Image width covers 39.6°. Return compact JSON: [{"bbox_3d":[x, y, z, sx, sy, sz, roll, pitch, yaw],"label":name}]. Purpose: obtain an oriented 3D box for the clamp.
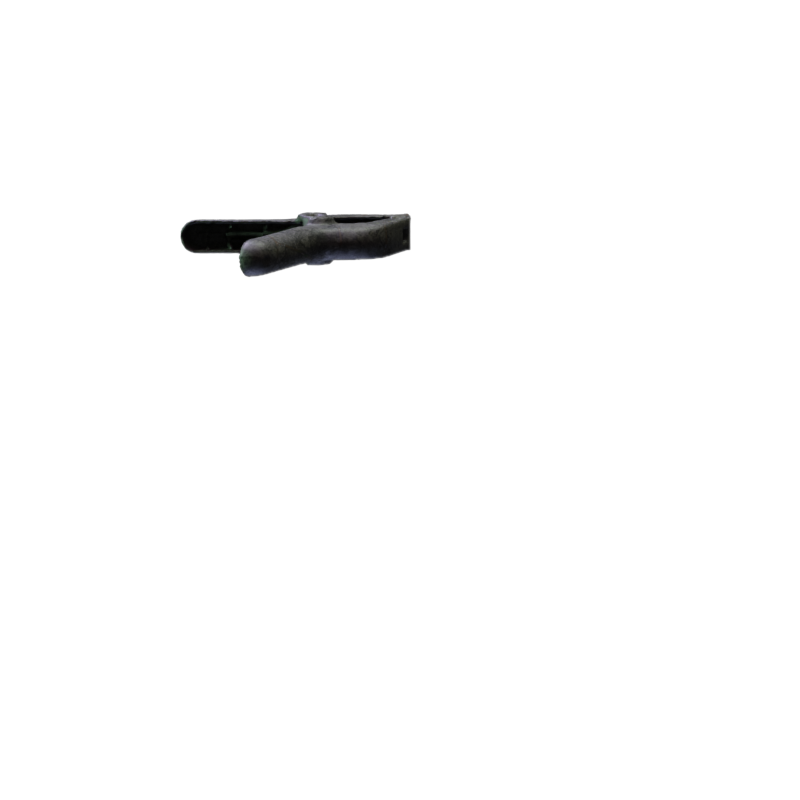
[{"bbox_3d":[-0.062,-0.113,0.794,0.168,0.037,0.128,-8,24,-19],"label":"clamp"}]
